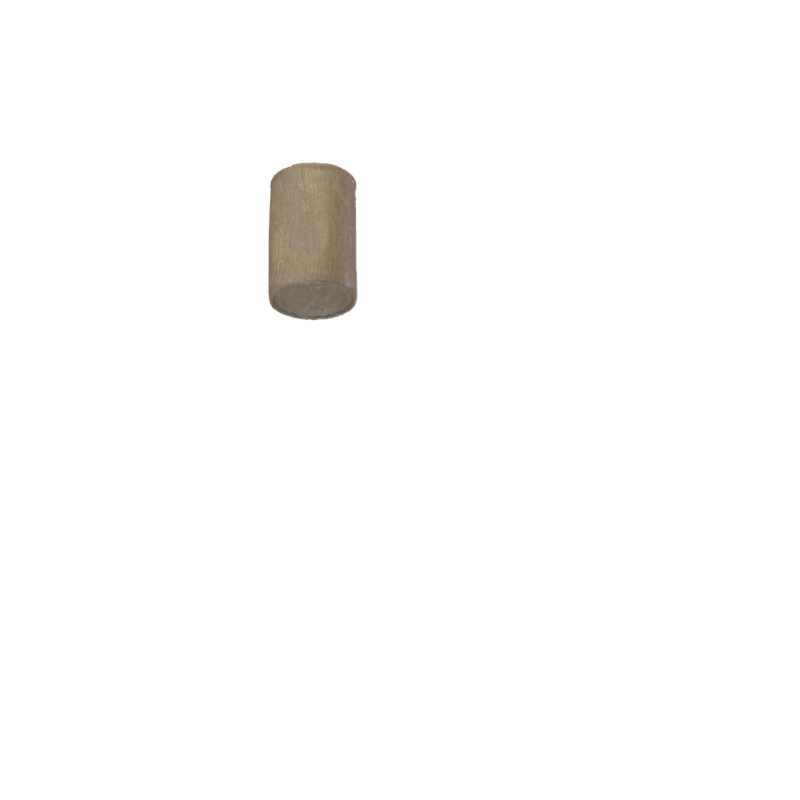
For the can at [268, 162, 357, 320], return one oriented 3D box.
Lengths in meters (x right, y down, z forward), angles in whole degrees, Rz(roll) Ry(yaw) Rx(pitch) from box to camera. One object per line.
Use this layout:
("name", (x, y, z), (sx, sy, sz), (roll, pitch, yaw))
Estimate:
("can", (-0.066, -0.121, 0.844), (0.068, 0.108, 0.065), (0, -26, -2))
